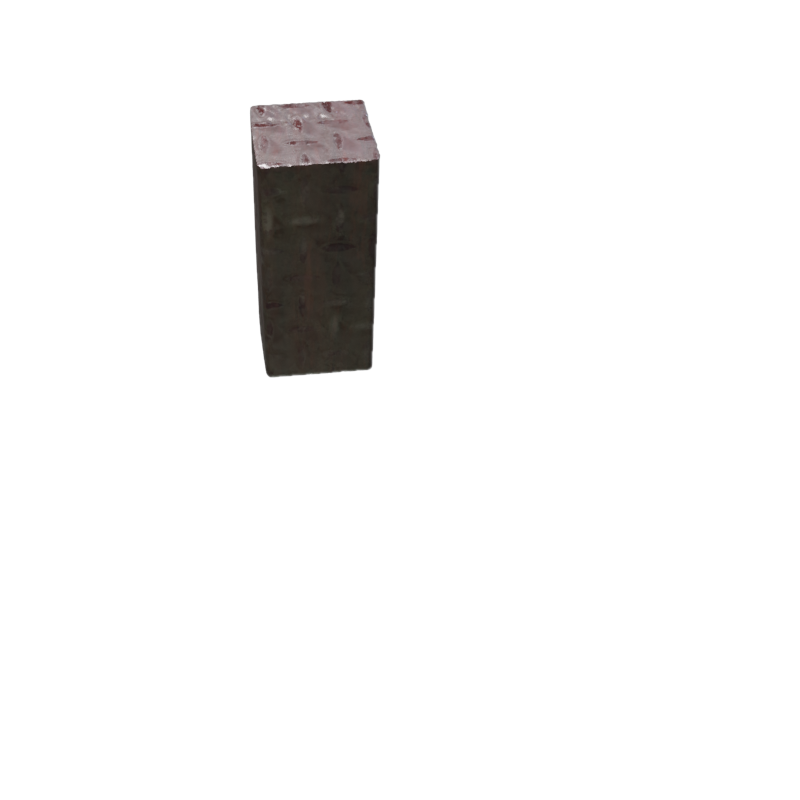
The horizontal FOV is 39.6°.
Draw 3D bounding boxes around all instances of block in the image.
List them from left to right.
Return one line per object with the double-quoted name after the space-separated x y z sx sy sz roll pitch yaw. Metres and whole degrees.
-0.069 -0.125 0.880 0.090 0.192 0.097 -4 41 -8 "block"
